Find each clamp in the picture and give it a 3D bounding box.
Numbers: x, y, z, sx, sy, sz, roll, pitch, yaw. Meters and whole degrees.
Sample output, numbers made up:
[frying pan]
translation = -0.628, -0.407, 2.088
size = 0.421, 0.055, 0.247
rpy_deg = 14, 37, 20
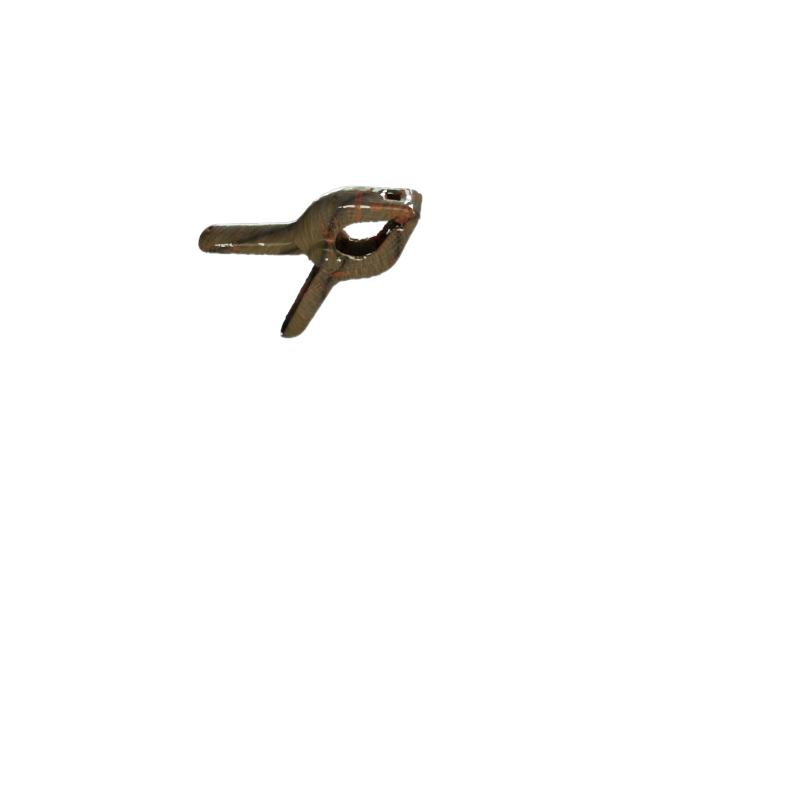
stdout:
[clamp]
translation = -0.066, -0.120, 0.837
size = 0.170, 0.042, 0.112
rpy_deg = -32, -53, 28
